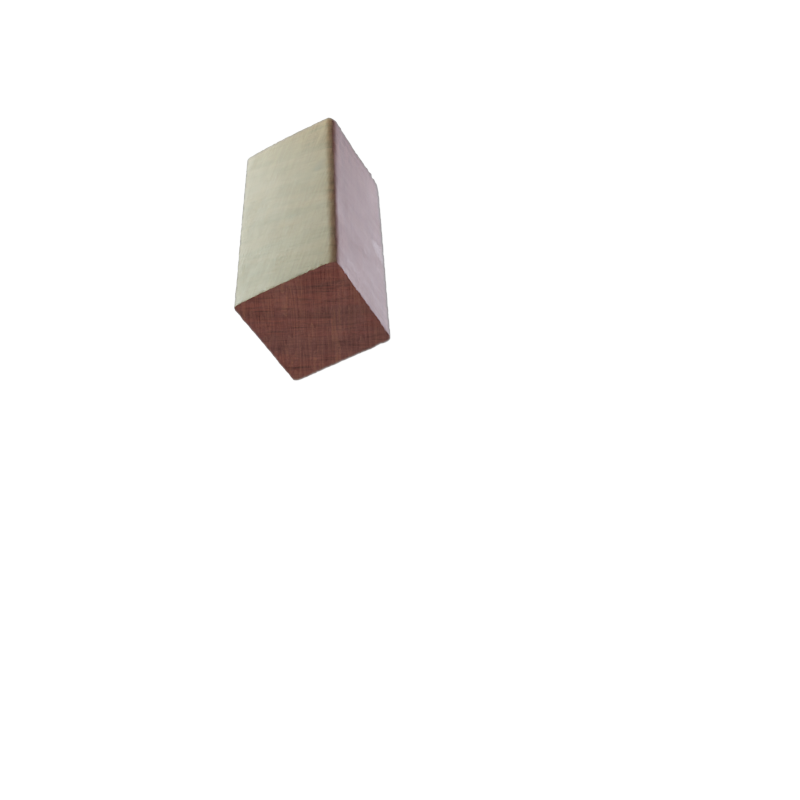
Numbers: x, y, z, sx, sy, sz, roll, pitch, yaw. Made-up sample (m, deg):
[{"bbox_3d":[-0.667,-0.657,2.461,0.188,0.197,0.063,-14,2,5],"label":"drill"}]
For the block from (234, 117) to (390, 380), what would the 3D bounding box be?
[{"bbox_3d":[-0.071,-0.131,0.913,0.090,0.221,0.084,-24,-52,16],"label":"block"}]
